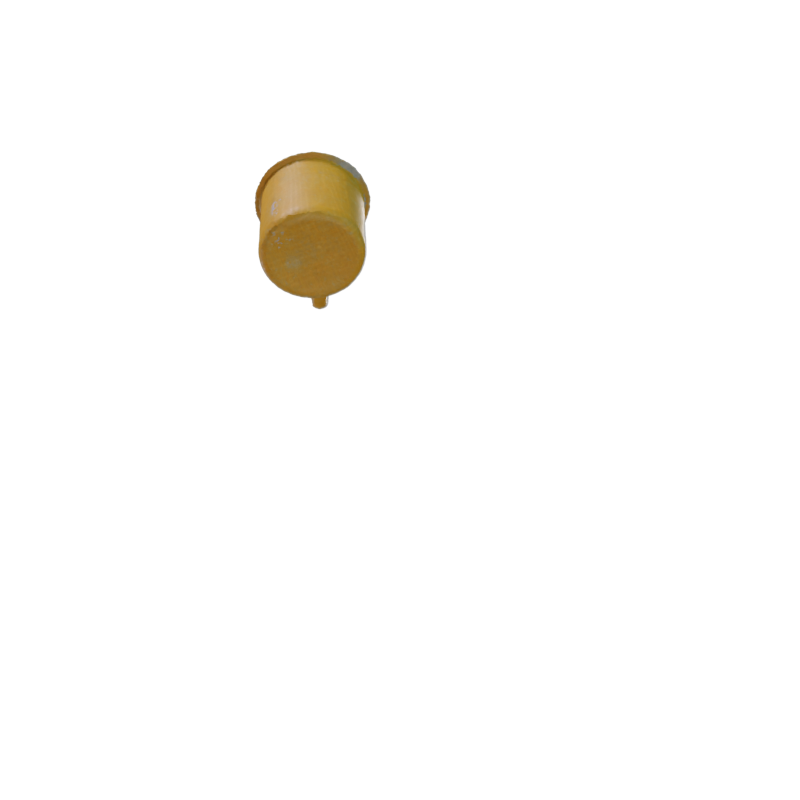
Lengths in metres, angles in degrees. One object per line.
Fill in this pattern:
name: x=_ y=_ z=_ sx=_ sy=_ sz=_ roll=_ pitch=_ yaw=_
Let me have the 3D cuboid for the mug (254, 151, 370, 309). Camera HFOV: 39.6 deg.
mug: x=-0.068 y=-0.124 z=0.867 sx=0.093 sy=0.109 sz=0.087 roll=-2 pitch=36 yaw=-1
